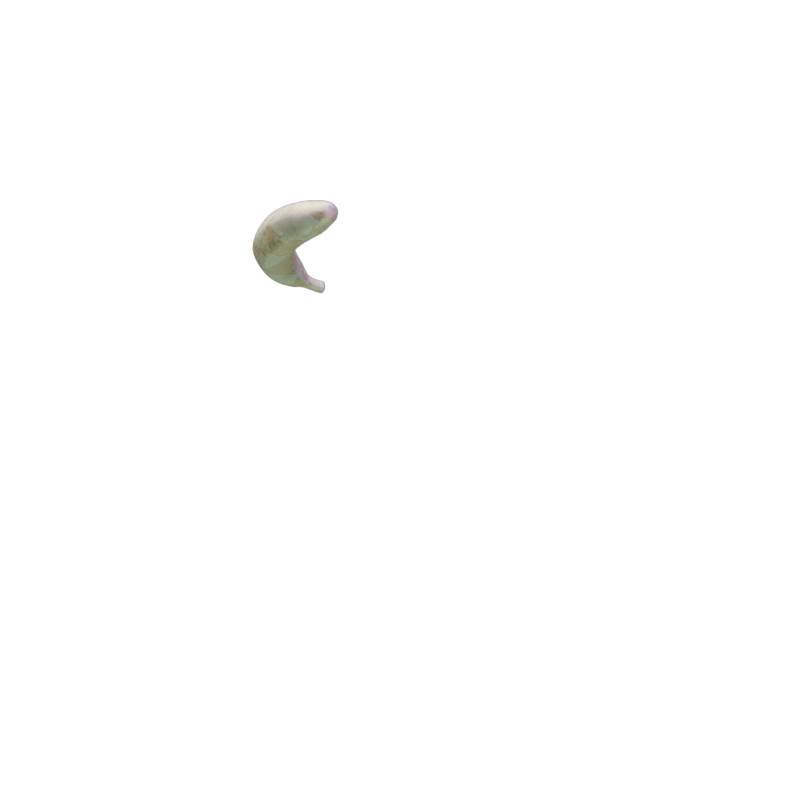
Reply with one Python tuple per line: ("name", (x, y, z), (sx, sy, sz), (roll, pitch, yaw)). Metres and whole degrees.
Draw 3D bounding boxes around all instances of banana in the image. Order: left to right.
("banana", (-0.095, -0.138, 0.971), (0.069, 0.038, 0.192), (1, -12, -6))
